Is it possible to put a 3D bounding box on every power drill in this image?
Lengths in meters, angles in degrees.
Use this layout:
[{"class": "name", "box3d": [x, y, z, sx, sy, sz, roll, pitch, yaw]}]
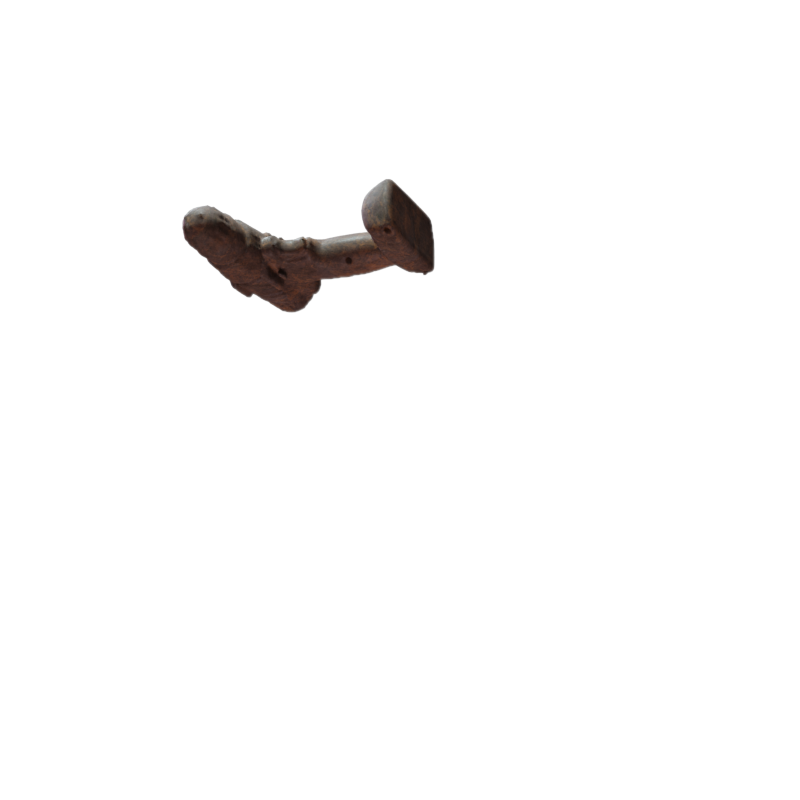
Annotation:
[{"class": "power drill", "box3d": [-0.077, -0.141, 0.988, 0.191, 0.060, 0.172, -9, -20, 26]}]
